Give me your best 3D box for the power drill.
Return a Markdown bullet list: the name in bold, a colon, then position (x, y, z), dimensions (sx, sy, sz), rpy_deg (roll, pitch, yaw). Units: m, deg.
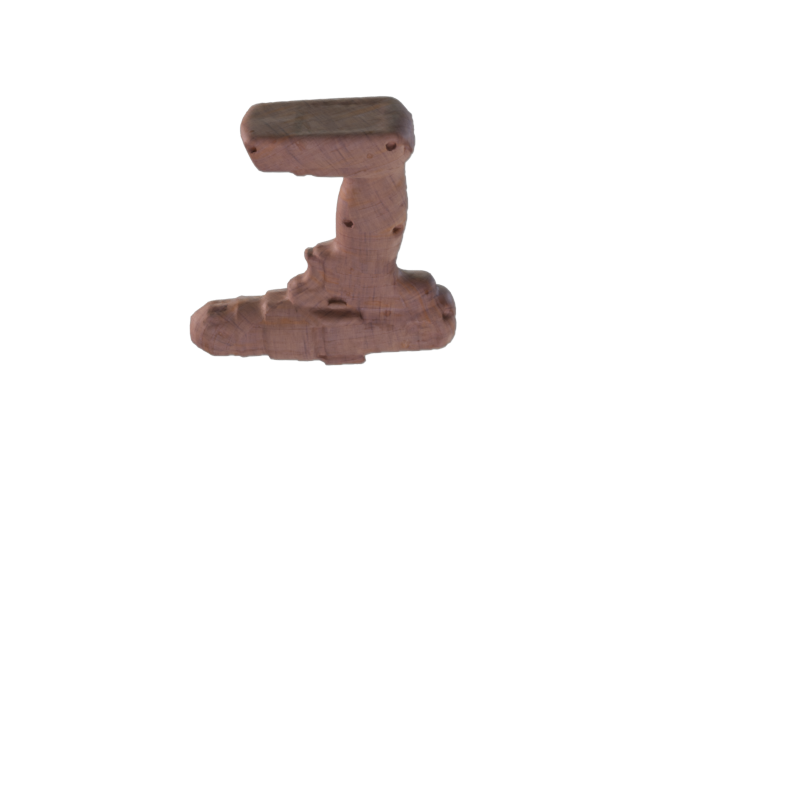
- **power drill**: position (-0.057, -0.104, 0.727), dimensions (0.185, 0.174, 0.061), rpy_deg (-3, 39, 2)
